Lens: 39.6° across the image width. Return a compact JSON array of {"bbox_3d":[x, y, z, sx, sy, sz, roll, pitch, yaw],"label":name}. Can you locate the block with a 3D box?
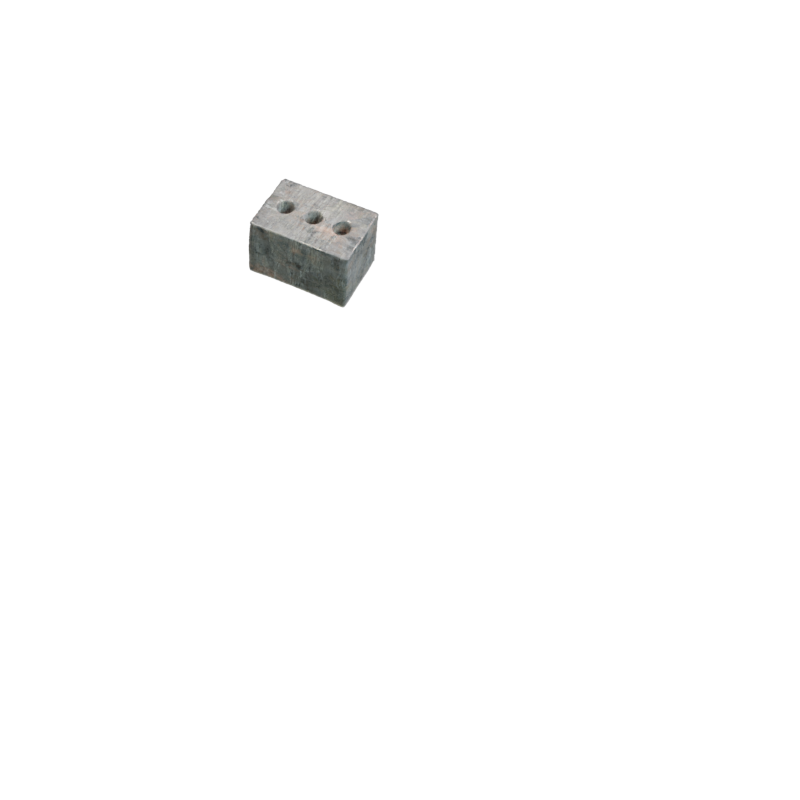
[{"bbox_3d":[-0.061,-0.112,0.782,0.081,0.055,0.048,22,-36,16],"label":"block"}]
